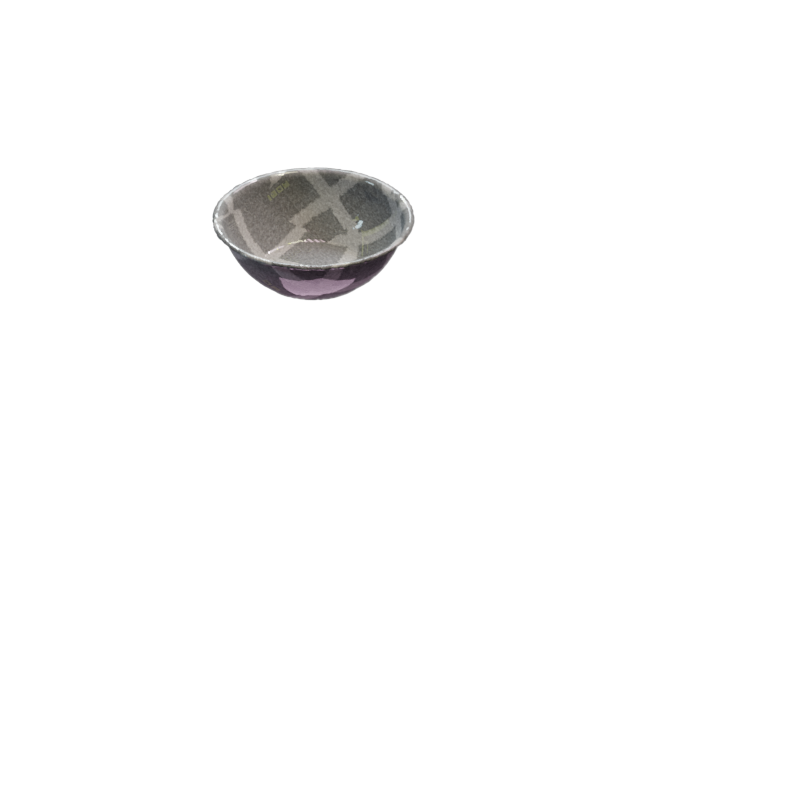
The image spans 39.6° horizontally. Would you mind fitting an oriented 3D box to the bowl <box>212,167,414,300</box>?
[{"bbox_3d":[-0.070,-0.129,0.900,0.162,0.051,0.173,-1,36,-2],"label":"bowl"}]
